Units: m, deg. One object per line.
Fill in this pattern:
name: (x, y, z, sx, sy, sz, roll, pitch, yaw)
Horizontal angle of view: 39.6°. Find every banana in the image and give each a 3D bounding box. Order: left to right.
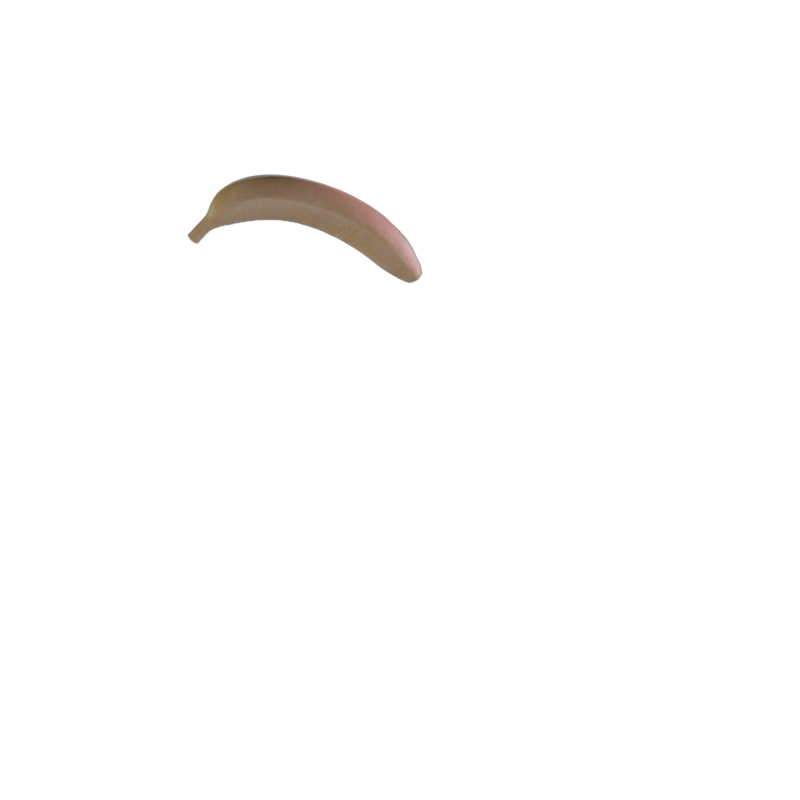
banana: (-0.071, -0.147, 0.912, 0.195, 0.066, 0.039, 11, 31, -7)
